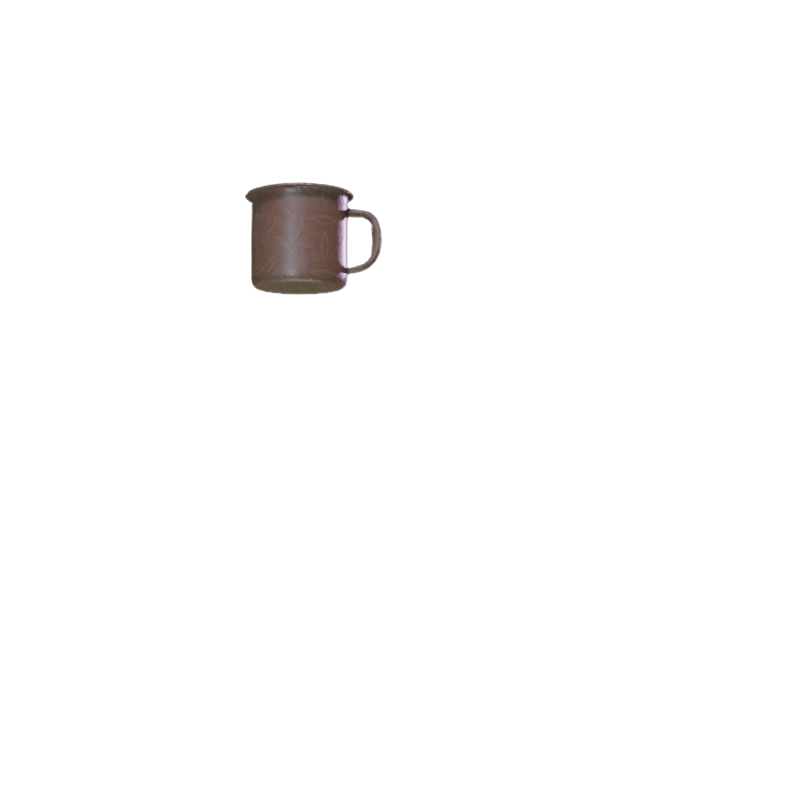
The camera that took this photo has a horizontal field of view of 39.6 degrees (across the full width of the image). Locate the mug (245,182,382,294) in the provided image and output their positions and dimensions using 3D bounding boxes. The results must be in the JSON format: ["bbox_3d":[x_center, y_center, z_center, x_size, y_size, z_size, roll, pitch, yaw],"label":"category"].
[{"bbox_3d":[-0.074,-0.135,0.946,0.116,0.083,0.092,0,-7,-5],"label":"mug"}]
